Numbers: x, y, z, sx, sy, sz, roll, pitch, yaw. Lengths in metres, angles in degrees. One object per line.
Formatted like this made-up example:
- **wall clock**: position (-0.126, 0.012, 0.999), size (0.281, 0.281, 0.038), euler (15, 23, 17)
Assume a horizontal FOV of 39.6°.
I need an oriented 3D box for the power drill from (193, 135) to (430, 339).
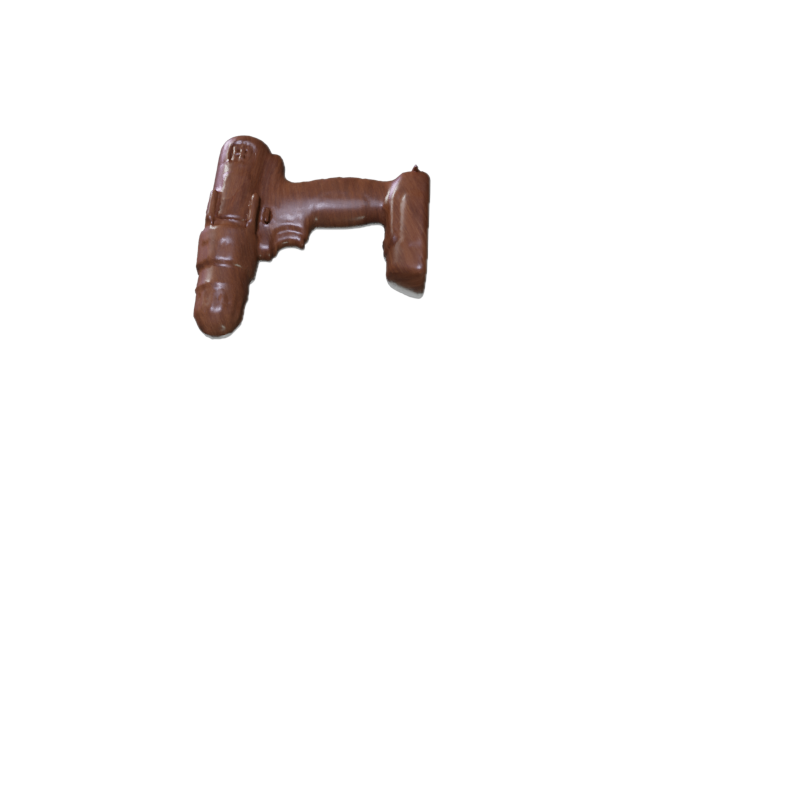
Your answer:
- **power drill**: position (-0.071, -0.130, 0.907), size (0.188, 0.194, 0.054), euler (5, -26, 2)
